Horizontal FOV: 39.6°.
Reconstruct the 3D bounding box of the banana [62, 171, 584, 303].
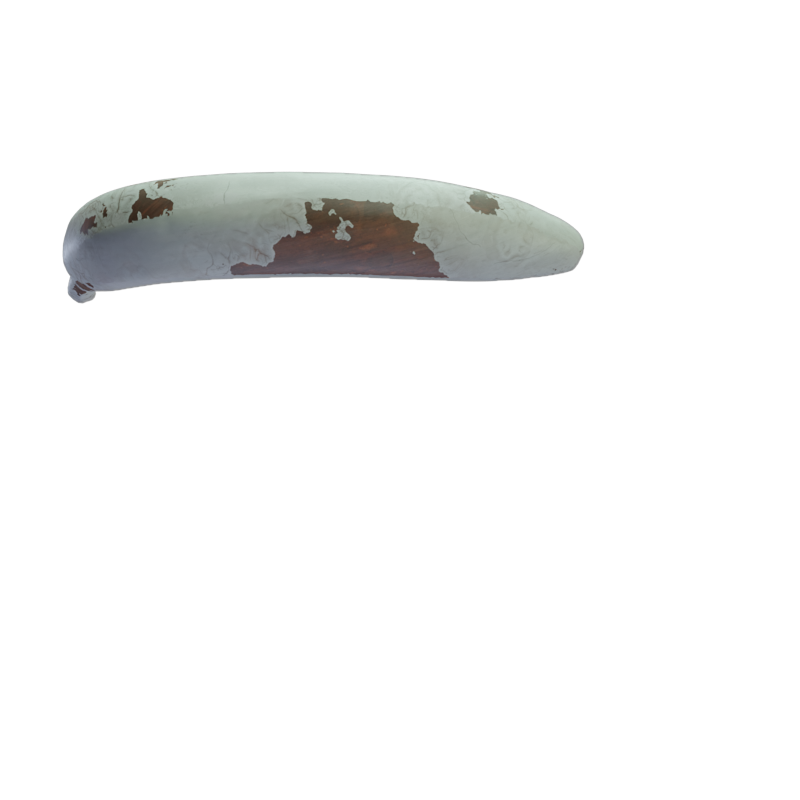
[{"bbox_3d":[-0.039,-0.058,0.385,0.201,0.037,0.067,0,-3,14],"label":"banana"}]
